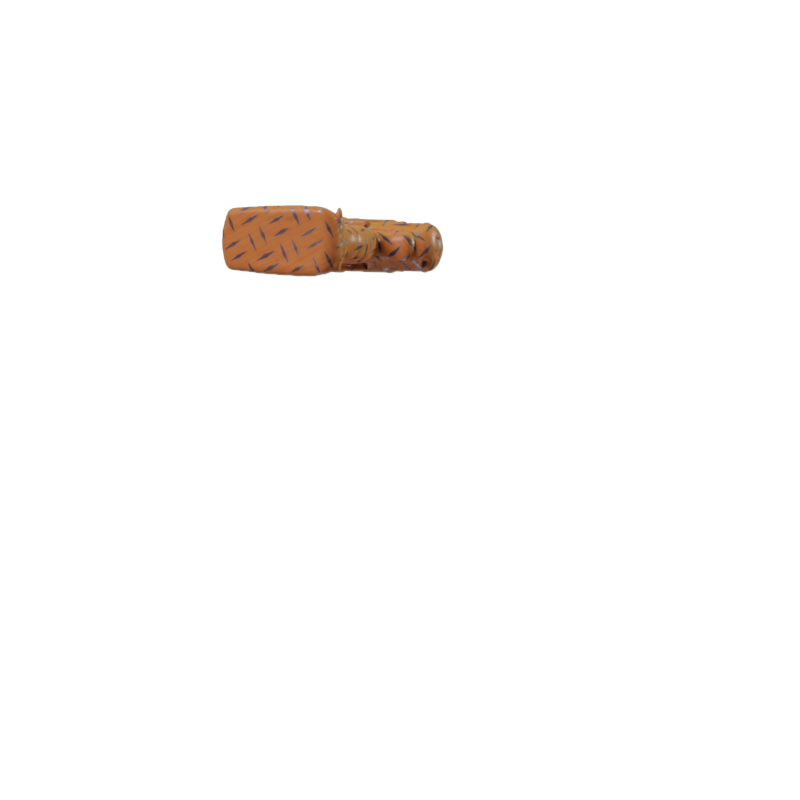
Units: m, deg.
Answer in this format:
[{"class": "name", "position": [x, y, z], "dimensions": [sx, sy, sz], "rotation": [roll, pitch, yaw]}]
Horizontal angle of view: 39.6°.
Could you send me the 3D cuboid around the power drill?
[{"class": "power drill", "position": [-0.077, -0.140, 0.981], "dimensions": [0.191, 0.057, 0.183], "rotation": [3, 8, 26]}]
